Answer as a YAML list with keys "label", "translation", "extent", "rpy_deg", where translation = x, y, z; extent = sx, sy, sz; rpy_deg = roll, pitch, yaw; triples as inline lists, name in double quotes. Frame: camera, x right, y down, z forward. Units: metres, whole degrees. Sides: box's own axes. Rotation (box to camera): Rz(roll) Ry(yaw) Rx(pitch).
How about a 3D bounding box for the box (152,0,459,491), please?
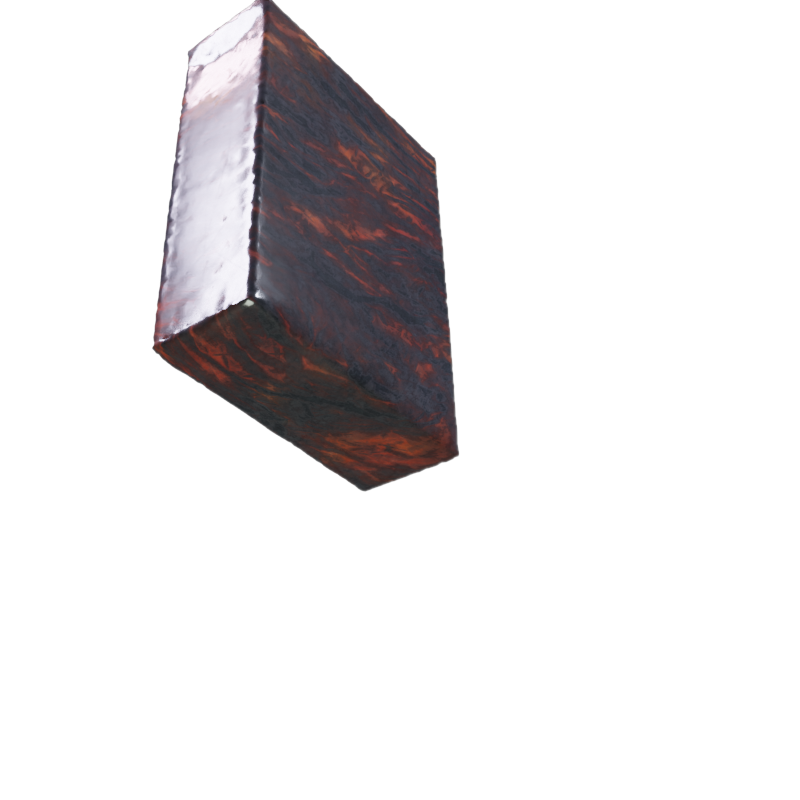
- label: "box"
  translation: [-0.046, -0.084, 0.592]
  extent: [0.072, 0.229, 0.153]
  rpy_deg: [-27, -44, 28]
